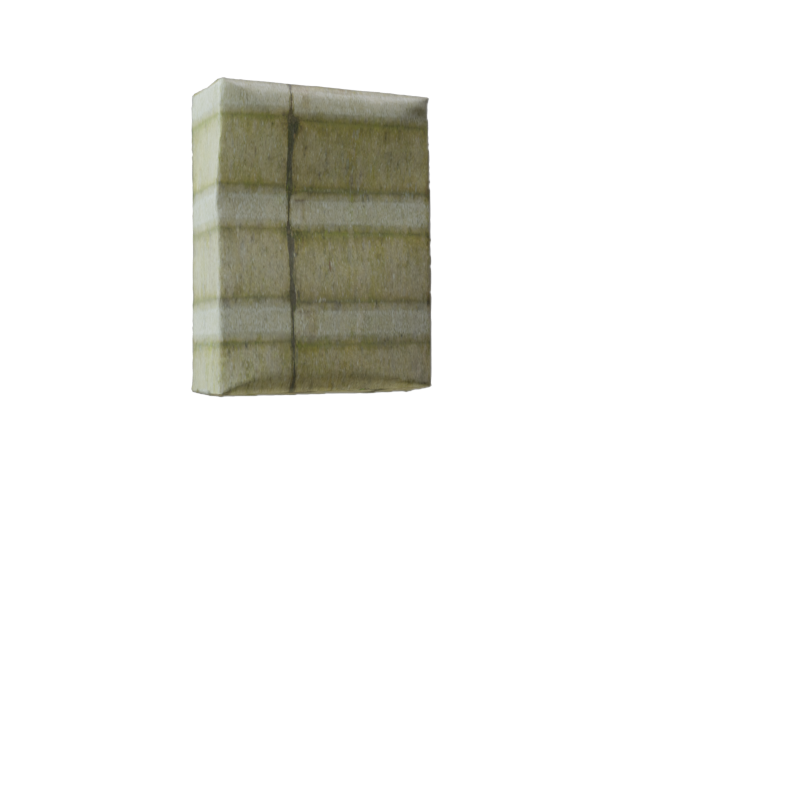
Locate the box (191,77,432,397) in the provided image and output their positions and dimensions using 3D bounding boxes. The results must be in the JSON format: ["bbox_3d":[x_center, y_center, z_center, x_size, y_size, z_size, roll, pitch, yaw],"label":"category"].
[{"bbox_3d":[-0.061,-0.112,0.785,0.159,0.216,0.073,1,-4,-25],"label":"box"}]
